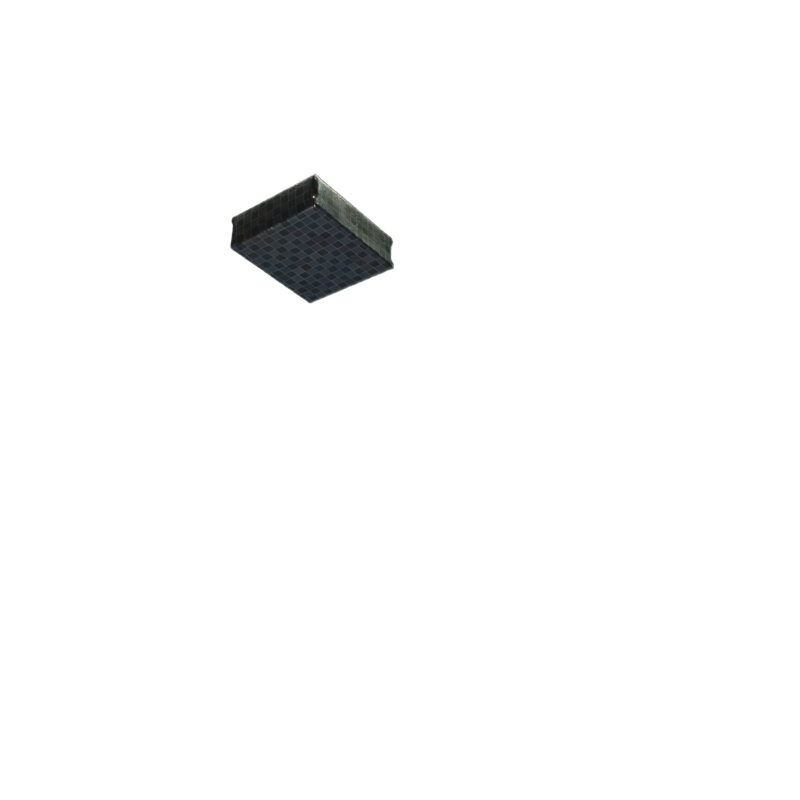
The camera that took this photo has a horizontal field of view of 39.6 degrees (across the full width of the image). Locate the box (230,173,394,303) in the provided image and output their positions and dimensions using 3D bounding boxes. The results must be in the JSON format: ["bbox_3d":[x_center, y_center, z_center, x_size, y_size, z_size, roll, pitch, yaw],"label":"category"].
[{"bbox_3d":[-0.058,-0.107,0.747,0.073,0.032,0.083,-22,-38,31],"label":"box"}]
